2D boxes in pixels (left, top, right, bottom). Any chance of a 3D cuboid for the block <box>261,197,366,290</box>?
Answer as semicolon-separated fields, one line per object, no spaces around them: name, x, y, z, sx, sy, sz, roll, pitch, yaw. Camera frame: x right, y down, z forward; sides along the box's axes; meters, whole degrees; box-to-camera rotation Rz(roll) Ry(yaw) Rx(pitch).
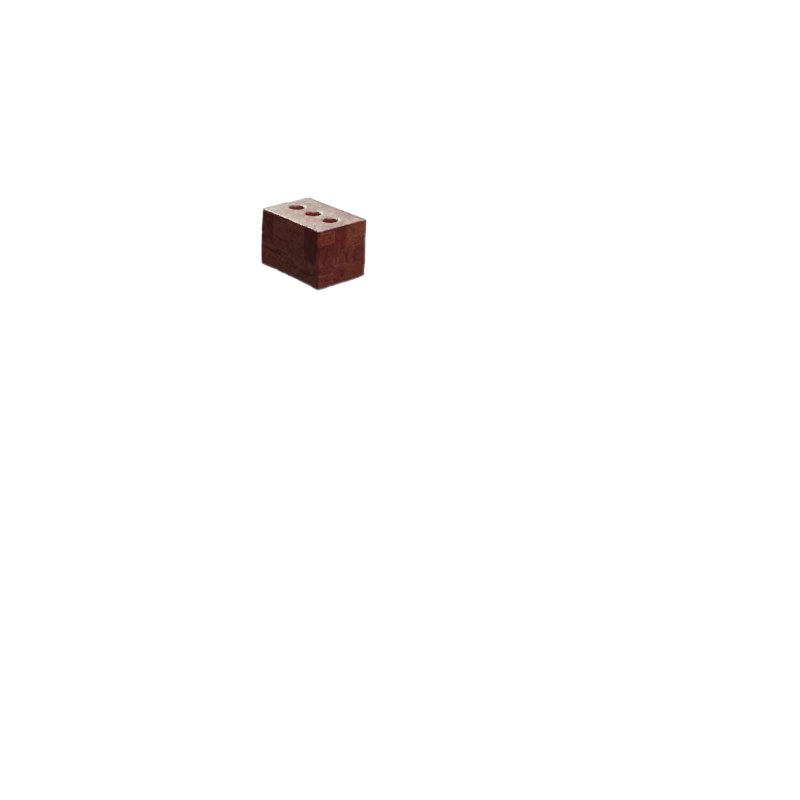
block;-0.072;-0.131;0.921;0.052;0.049;0.083;-19;32;-37
